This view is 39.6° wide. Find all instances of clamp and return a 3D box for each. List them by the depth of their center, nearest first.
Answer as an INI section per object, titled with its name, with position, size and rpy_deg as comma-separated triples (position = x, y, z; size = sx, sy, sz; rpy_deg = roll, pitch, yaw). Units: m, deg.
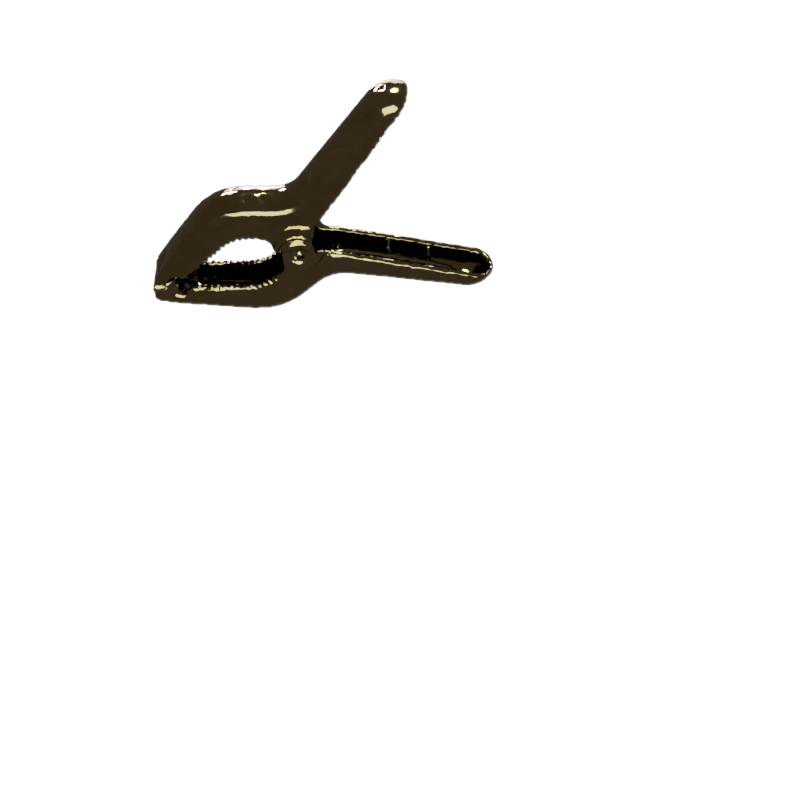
[clamp]
position = -0.054, -0.099, 0.691
size = 0.211, 0.039, 0.152
rpy_deg = -21, -46, 21
